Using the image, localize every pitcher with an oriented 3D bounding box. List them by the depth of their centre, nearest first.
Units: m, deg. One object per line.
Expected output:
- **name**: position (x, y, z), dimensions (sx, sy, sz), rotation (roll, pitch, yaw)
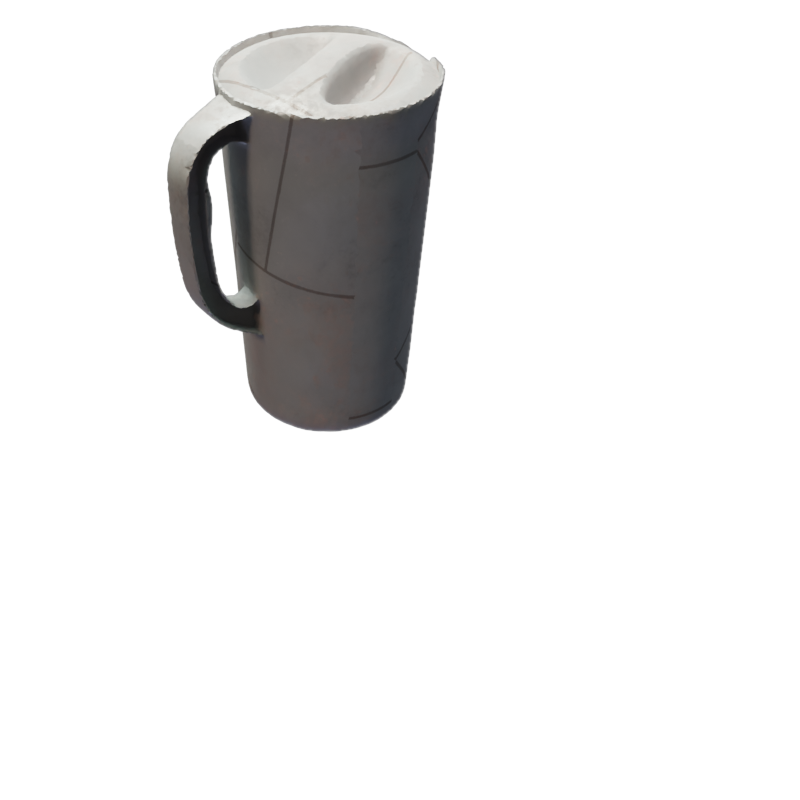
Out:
- **pitcher**: position (-0.054, -0.099, 0.691), dimensions (0.150, 0.228, 0.154), rotation (4, 35, 3)
